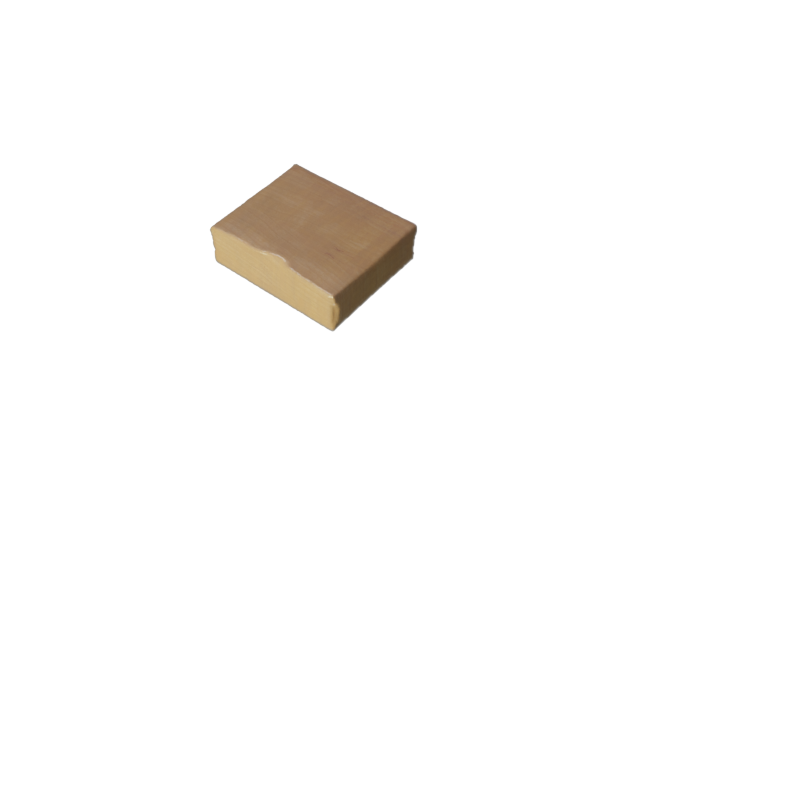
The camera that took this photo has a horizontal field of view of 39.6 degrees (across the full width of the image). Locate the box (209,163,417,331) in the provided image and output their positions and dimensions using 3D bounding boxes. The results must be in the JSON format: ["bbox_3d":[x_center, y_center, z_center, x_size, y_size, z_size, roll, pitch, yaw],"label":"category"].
[{"bbox_3d":[-0.048,-0.087,0.611,0.094,0.028,0.074,31,53,25],"label":"box"}]
